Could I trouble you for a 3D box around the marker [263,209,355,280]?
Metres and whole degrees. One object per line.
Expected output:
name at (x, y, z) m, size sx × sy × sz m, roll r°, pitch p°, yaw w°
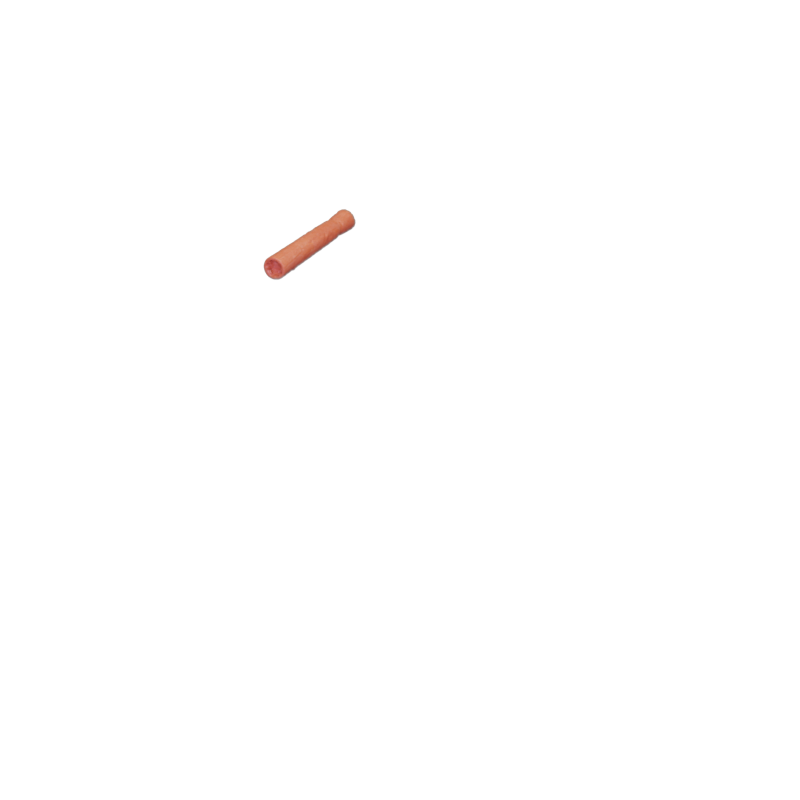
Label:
marker at (-0.069, -0.126, 0.885) m, size 0.020 × 0.019 × 0.123 m, roll 2°, pitch 27°, yaw 28°
